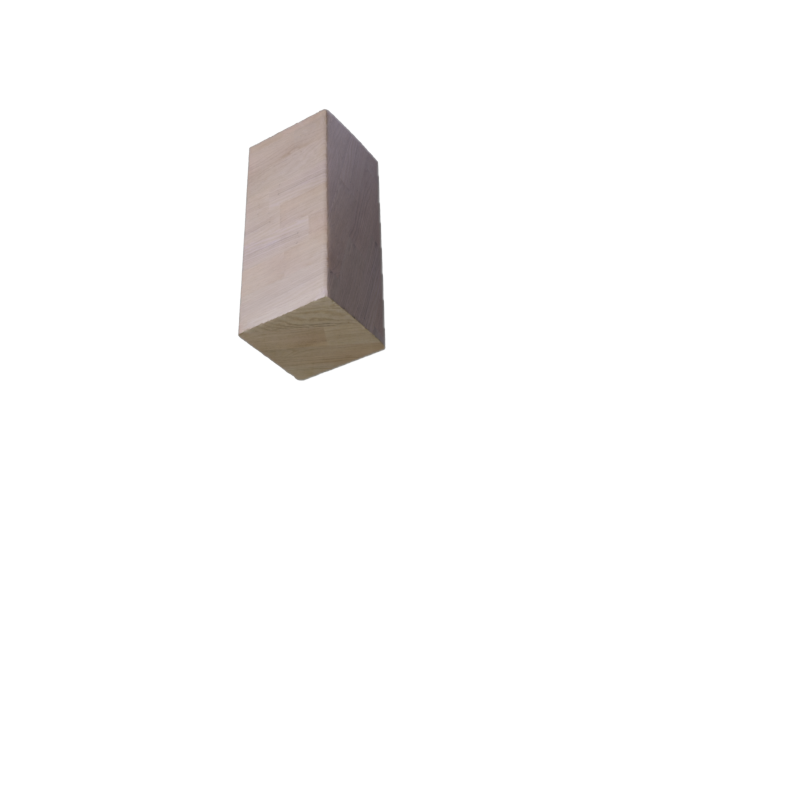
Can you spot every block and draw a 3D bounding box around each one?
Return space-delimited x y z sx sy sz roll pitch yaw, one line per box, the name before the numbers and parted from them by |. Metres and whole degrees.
block | -0.074 -0.136 0.954 0.091 0.221 0.083 -23 -40 25
